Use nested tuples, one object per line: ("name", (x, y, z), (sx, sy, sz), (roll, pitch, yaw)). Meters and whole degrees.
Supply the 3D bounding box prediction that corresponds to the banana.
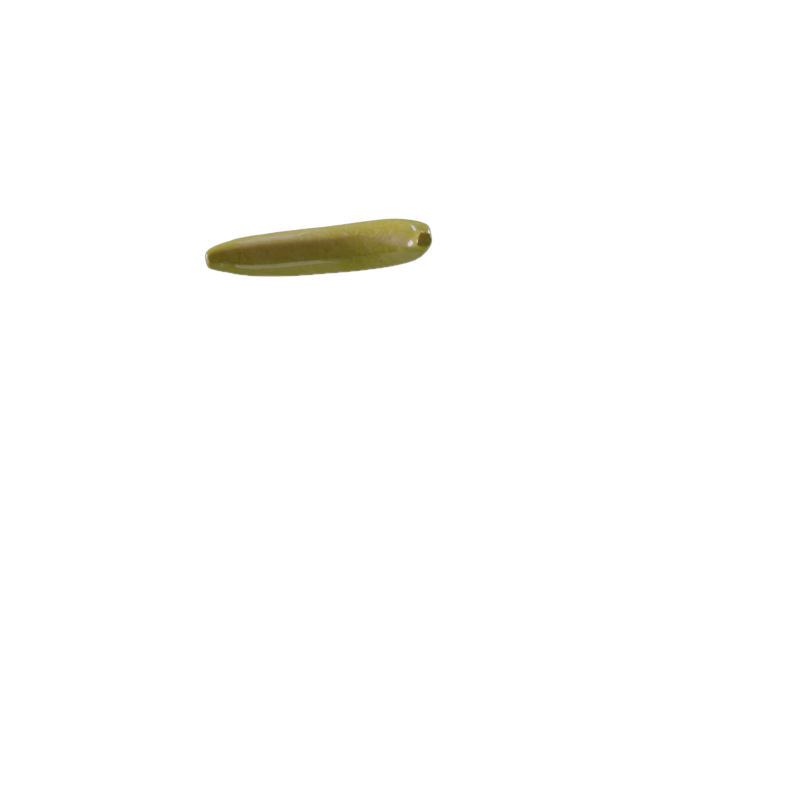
("banana", (-0.054, -0.119, 0.855), (0.203, 0.038, 0.066), (-3, -7, 29))
